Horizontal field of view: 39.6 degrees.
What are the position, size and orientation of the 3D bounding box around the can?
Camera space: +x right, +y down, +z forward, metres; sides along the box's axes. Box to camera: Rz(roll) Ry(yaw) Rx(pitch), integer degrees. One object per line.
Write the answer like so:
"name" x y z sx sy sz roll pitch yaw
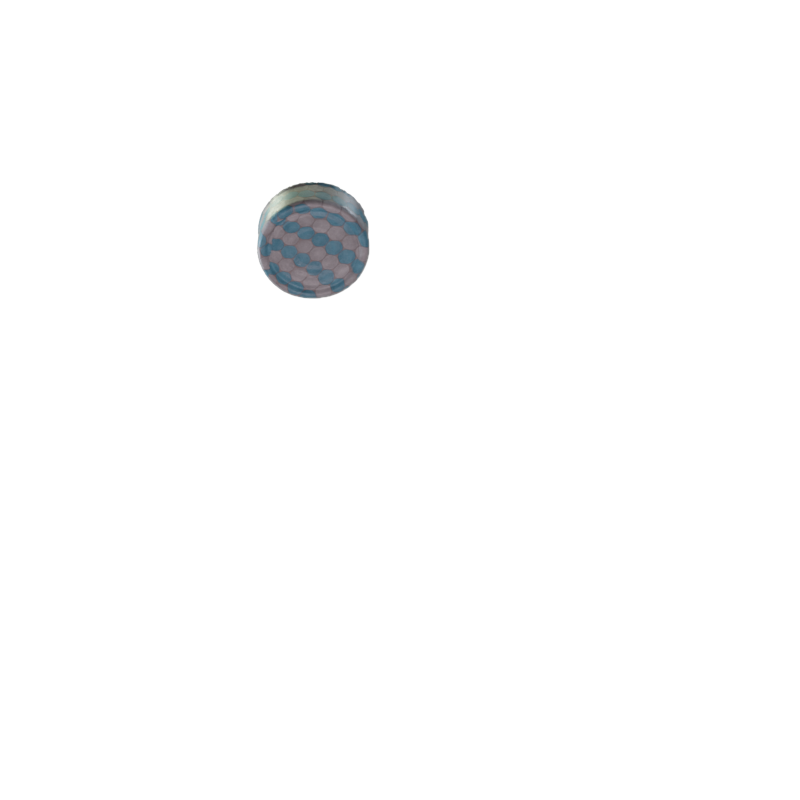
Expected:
"can" -0.066 -0.120 0.843 0.086 0.081 0.036 1 31 -1
